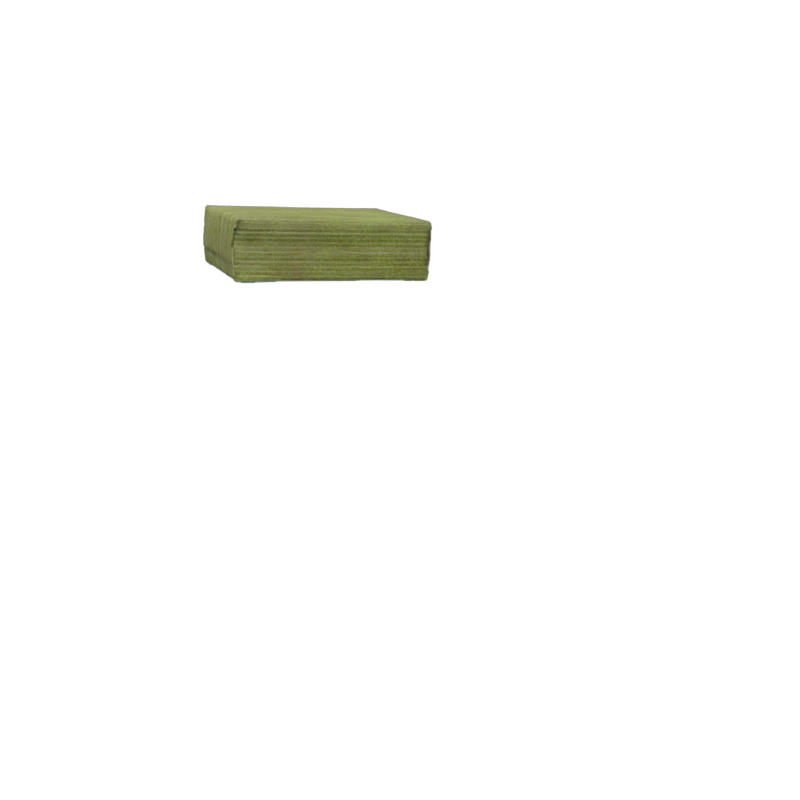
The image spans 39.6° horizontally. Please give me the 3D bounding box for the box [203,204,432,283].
[{"bbox_3d":[-0.050,-0.090,0.634,0.111,0.038,0.094,-4,13,-17],"label":"box"}]
